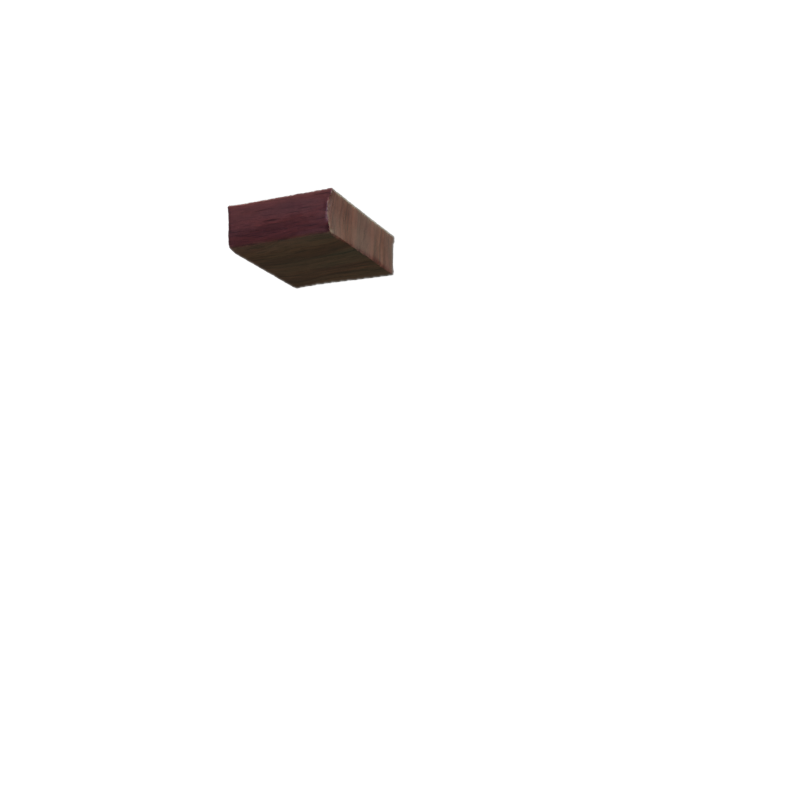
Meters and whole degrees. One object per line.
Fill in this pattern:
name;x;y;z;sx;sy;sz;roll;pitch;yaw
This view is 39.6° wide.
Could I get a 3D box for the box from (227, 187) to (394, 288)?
box;-0.067;-0.121;0.851;0.092;0.040;0.107;-6;-13;25
